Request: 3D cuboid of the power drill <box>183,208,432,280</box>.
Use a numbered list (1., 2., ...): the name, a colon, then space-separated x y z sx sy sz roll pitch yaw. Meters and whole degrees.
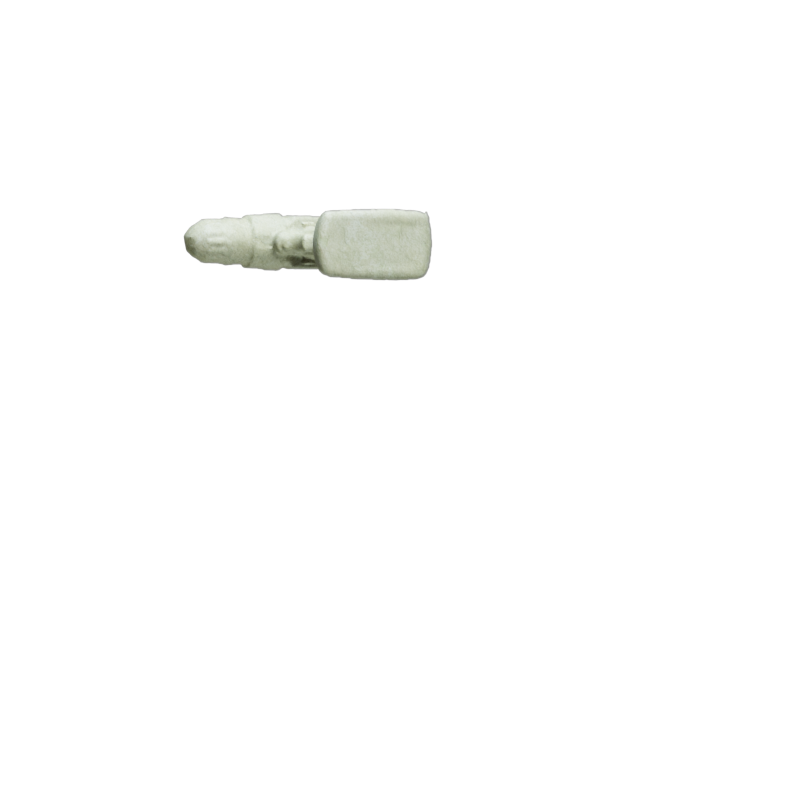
1. power drill: -0.074 -0.135 0.948 0.179 0.057 0.196 -5 11 -26
